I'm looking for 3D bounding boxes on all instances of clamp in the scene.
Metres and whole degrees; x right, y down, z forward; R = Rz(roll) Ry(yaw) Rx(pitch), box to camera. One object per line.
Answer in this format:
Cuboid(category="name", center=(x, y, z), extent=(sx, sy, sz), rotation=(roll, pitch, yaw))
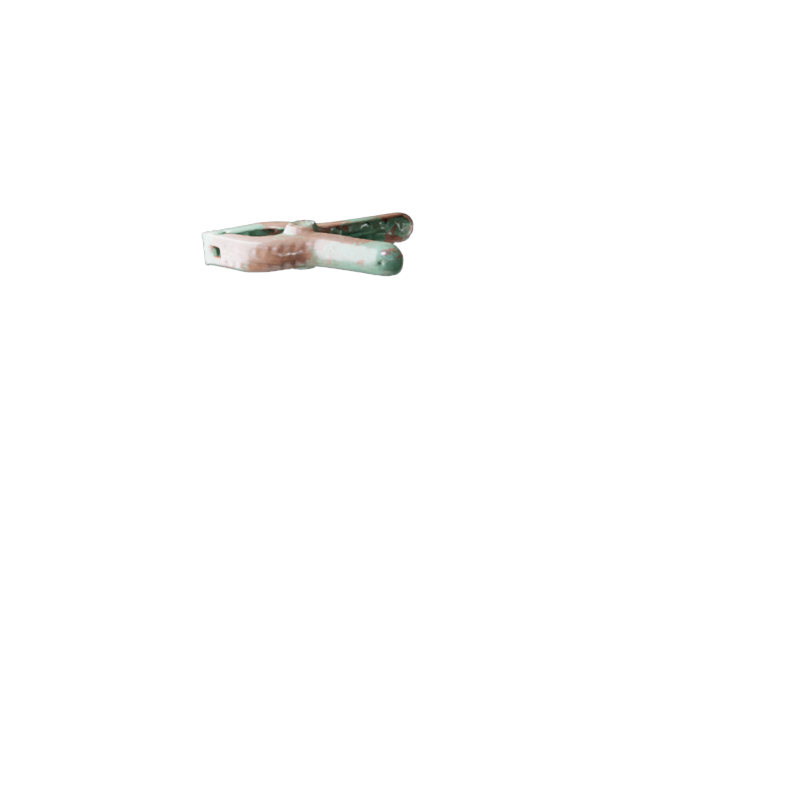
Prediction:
Cuboid(category="clamp", center=(-0.070, -0.127, 0.888), extent=(0.176, 0.038, 0.121), rotation=(5, 17, 16))
